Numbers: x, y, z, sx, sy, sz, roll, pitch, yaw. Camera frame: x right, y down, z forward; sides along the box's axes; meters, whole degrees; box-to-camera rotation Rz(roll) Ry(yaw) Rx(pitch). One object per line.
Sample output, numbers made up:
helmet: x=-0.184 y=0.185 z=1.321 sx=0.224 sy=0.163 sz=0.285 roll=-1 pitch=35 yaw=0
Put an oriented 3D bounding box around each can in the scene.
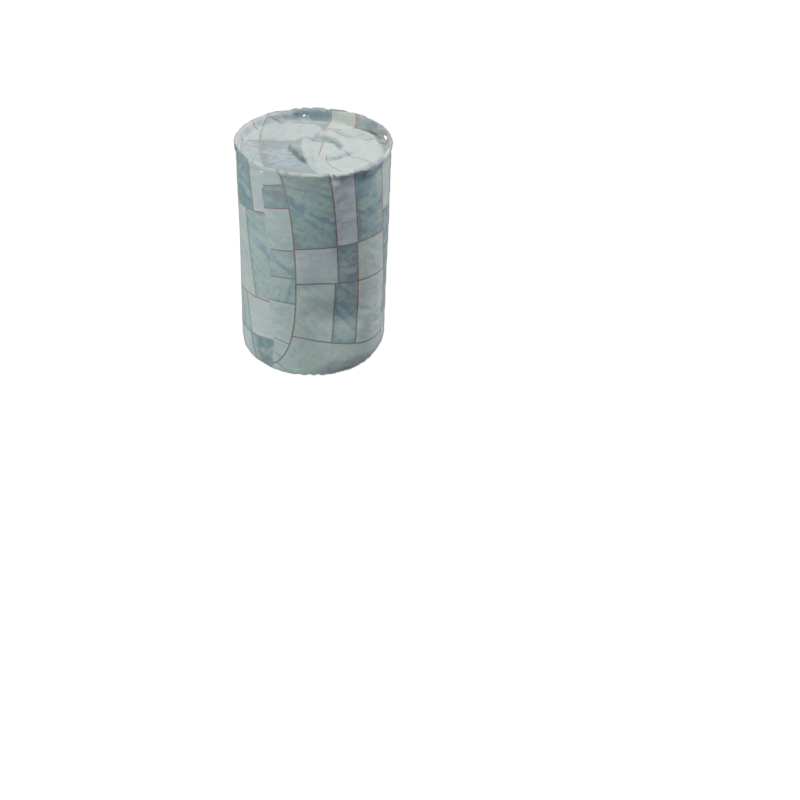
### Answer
can: x=-0.039 y=-0.071 z=0.497 sx=0.068 sy=0.096 sz=0.073 roll=0 pitch=34 yaw=-3
